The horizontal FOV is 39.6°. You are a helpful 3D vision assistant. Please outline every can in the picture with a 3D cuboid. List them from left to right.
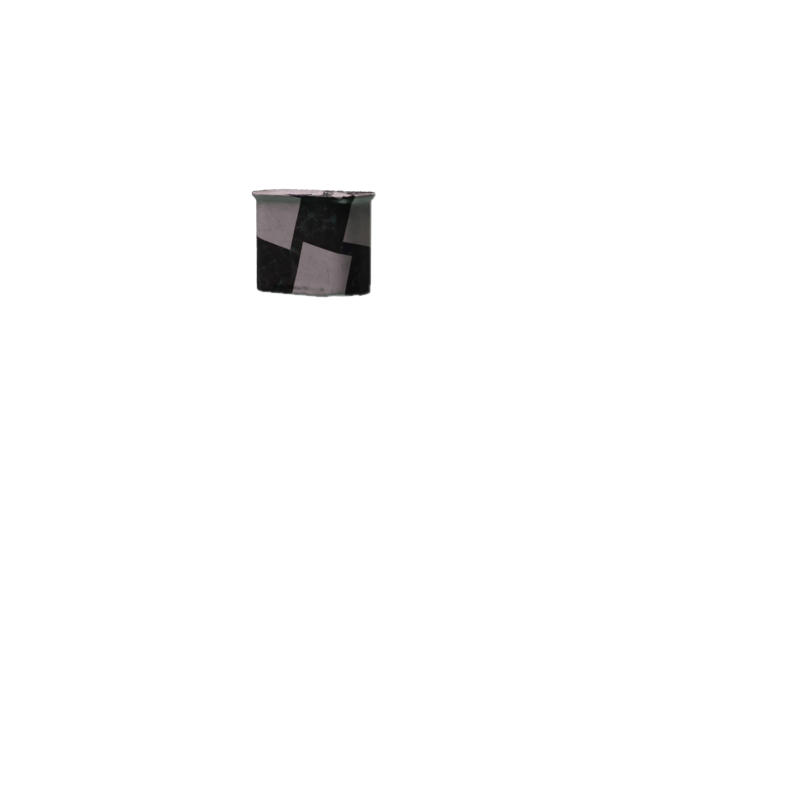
[{"bbox_3d":[-0.072,-0.132,0.922,0.106,0.082,0.056,6,11,28],"label":"can"}]
